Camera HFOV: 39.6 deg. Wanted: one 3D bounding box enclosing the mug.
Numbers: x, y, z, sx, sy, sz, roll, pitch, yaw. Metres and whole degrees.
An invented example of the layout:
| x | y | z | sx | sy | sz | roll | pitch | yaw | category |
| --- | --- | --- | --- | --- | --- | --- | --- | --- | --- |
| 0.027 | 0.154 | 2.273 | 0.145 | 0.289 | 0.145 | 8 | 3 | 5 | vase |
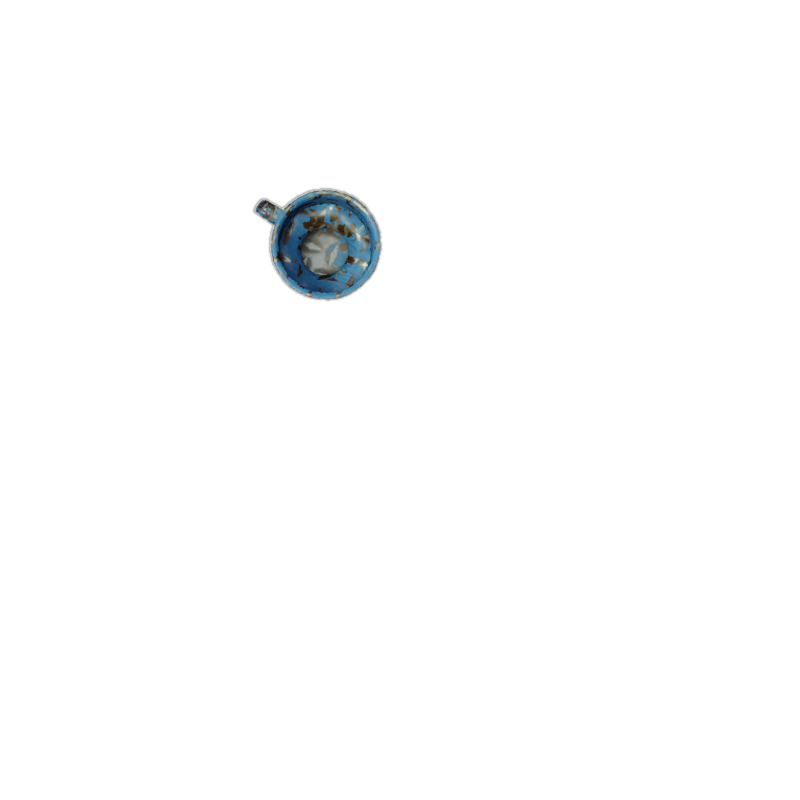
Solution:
| x | y | z | sx | sy | sz | roll | pitch | yaw | category |
| --- | --- | --- | --- | --- | --- | --- | --- | --- | --- |
| -0.076 | -0.138 | 0.966 | 0.118 | 0.094 | 0.081 | 30 | -3 | 0 | mug |
